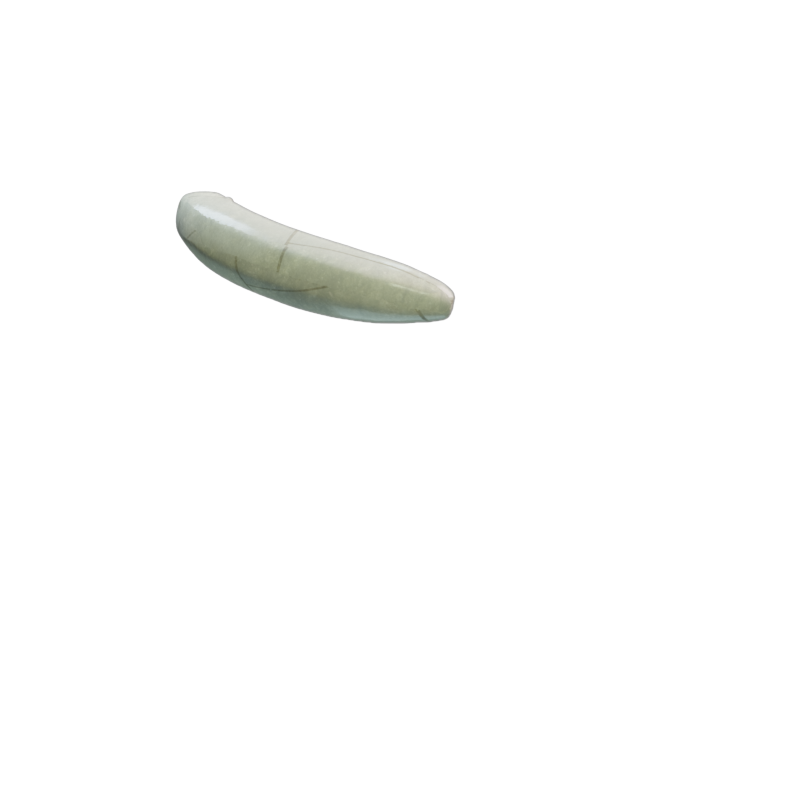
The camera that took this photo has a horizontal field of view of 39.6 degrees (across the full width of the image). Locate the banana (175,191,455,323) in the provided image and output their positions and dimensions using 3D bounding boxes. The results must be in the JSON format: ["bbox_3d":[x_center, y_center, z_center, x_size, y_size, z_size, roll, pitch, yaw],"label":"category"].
[{"bbox_3d":[-0.062,-0.079,0.576,0.069,0.035,0.212,-21,35,-34],"label":"banana"}]
